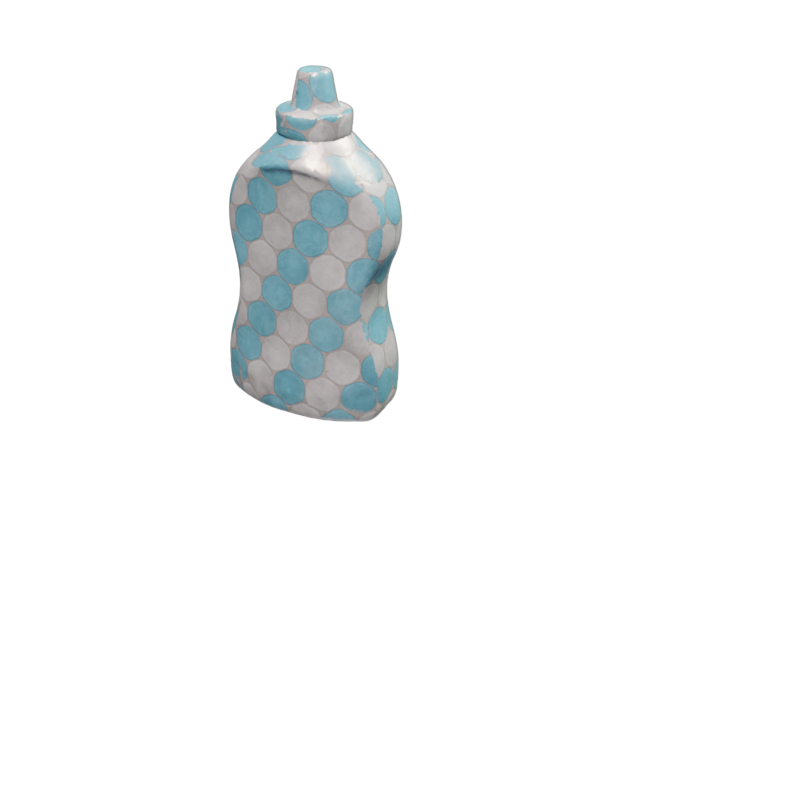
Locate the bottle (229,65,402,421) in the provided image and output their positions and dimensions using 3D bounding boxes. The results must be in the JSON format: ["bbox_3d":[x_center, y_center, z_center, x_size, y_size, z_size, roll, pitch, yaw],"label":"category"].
[{"bbox_3d":[-0.047,-0.087,0.606,0.100,0.182,0.059,14,27,25],"label":"bottle"}]
